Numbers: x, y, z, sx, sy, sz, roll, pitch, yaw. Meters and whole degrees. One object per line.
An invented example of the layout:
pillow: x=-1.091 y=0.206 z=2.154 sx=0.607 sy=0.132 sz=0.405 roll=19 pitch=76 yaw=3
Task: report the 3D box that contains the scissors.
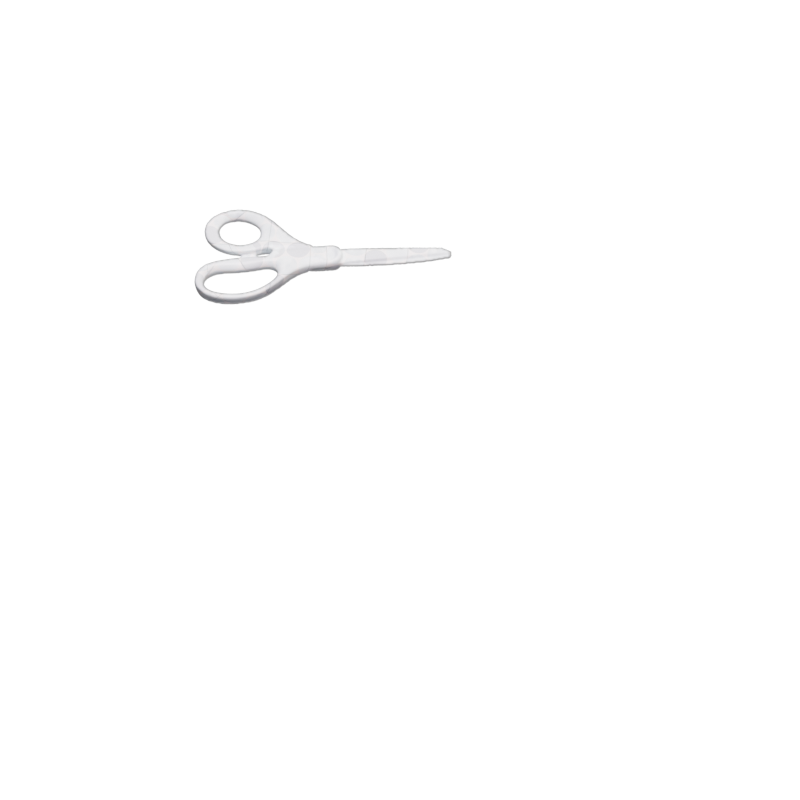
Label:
scissors: x=-0.070 y=-0.127 z=0.891 sx=0.200 sy=0.104 sz=0.015 roll=-16 pitch=-33 yaw=-11
